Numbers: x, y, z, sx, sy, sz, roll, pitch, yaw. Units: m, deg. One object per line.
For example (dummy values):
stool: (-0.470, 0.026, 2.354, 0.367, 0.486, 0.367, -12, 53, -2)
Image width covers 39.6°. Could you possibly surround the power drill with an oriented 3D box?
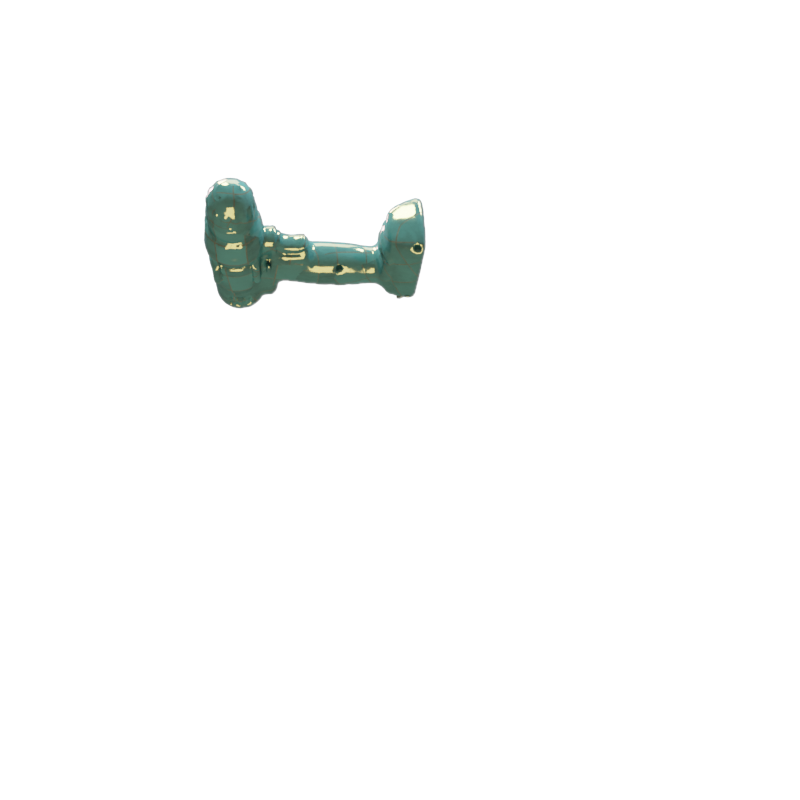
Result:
power drill: (-0.075, -0.137, 0.961, 0.187, 0.060, 0.175, 1, -21, -2)
